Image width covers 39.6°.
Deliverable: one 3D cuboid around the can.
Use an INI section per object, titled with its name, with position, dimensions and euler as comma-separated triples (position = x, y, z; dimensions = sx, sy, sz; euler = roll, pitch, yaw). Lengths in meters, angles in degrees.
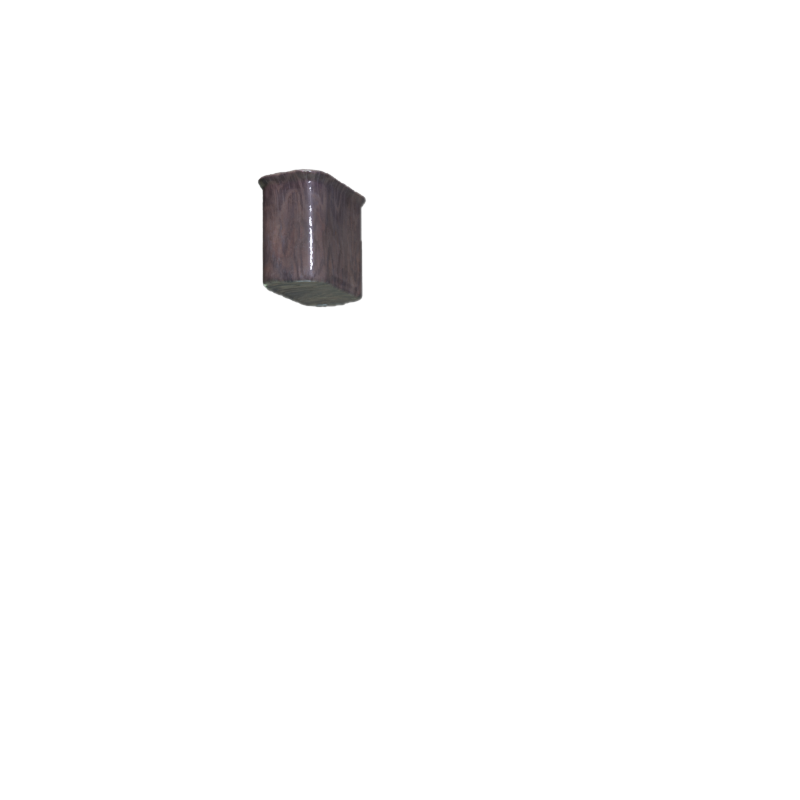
[can]
position = -0.066, -0.121, 0.849
dimensions = 0.059, 0.086, 0.097
euler = -6, -11, 23
